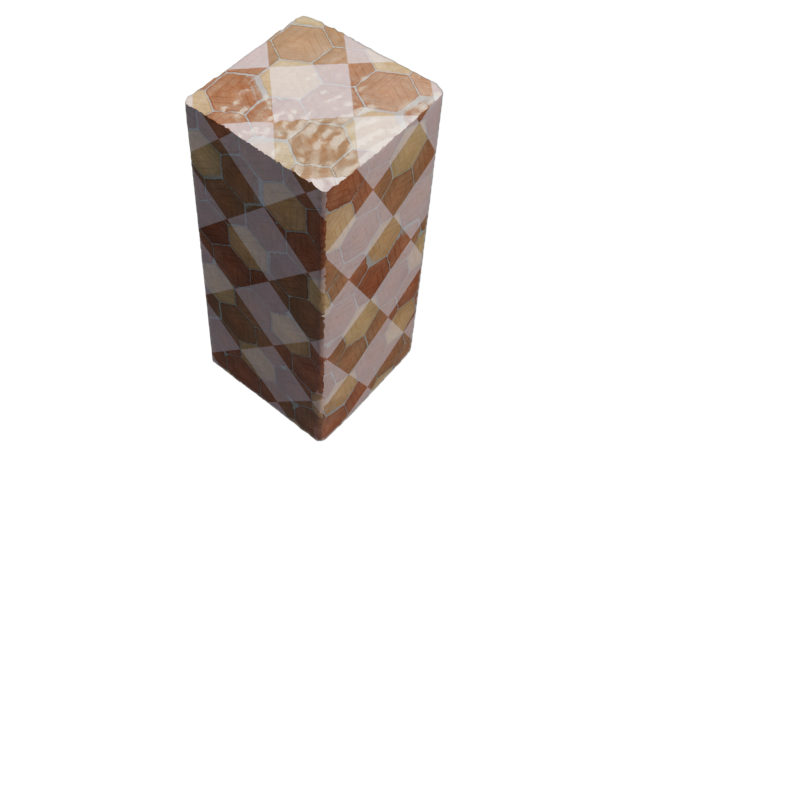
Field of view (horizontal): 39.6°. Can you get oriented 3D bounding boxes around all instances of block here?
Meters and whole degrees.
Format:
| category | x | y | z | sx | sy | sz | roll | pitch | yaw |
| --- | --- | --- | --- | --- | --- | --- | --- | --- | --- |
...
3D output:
| category | x | y | z | sx | sy | sz | roll | pitch | yaw |
| --- | --- | --- | --- | --- | --- | --- | --- | --- | --- |
| block | -0.046 | -0.084 | 0.590 | 0.095 | 0.092 | 0.192 | 34 | -31 | 20 |
